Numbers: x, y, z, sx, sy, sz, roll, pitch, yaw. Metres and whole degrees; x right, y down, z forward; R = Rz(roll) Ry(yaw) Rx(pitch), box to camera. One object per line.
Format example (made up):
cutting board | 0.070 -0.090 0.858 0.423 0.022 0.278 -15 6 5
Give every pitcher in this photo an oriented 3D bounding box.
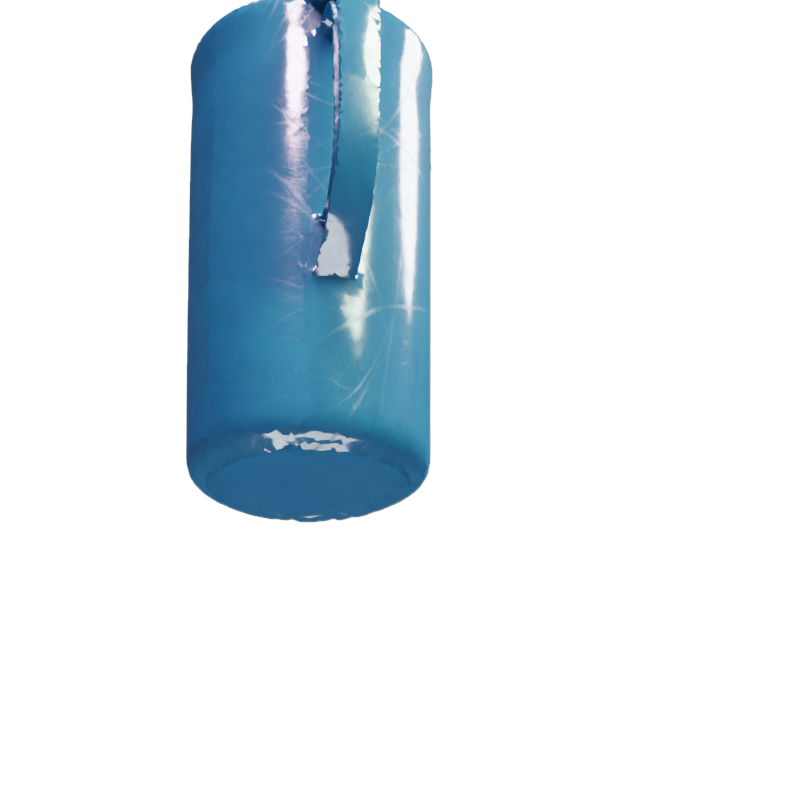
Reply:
pitcher | -0.042 -0.077 0.541 0.147 0.259 0.138 -17 -33 24
